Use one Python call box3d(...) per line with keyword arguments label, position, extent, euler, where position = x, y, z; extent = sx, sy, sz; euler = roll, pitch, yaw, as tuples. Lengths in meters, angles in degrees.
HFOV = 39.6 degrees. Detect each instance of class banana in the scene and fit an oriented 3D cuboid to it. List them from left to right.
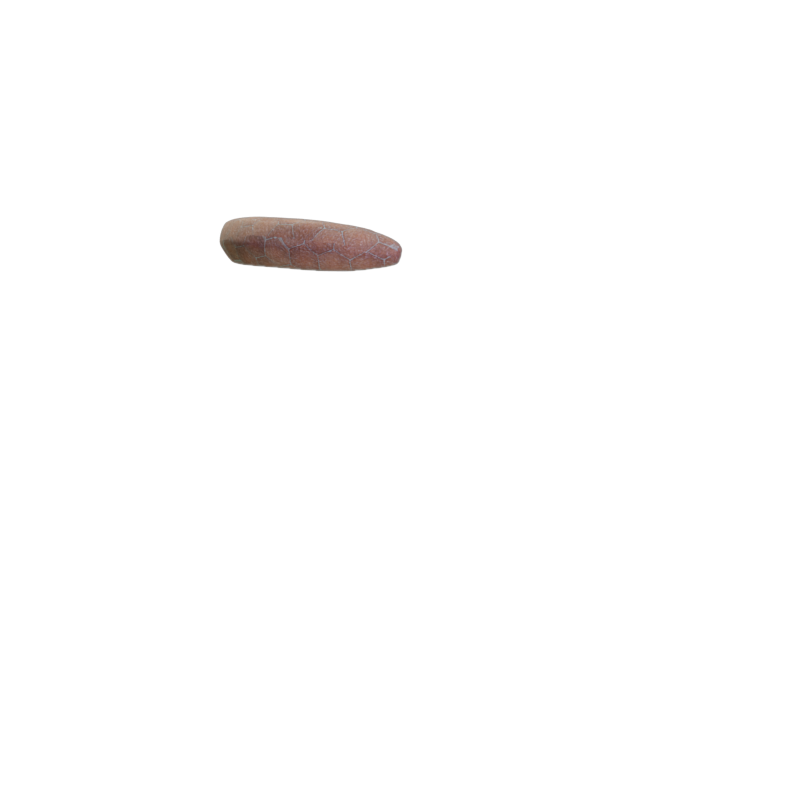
box3d(label="banana", position=(-0.081, -0.115, 0.808), extent=(0.067, 0.036, 0.207), euler=(-6, 11, -34))
